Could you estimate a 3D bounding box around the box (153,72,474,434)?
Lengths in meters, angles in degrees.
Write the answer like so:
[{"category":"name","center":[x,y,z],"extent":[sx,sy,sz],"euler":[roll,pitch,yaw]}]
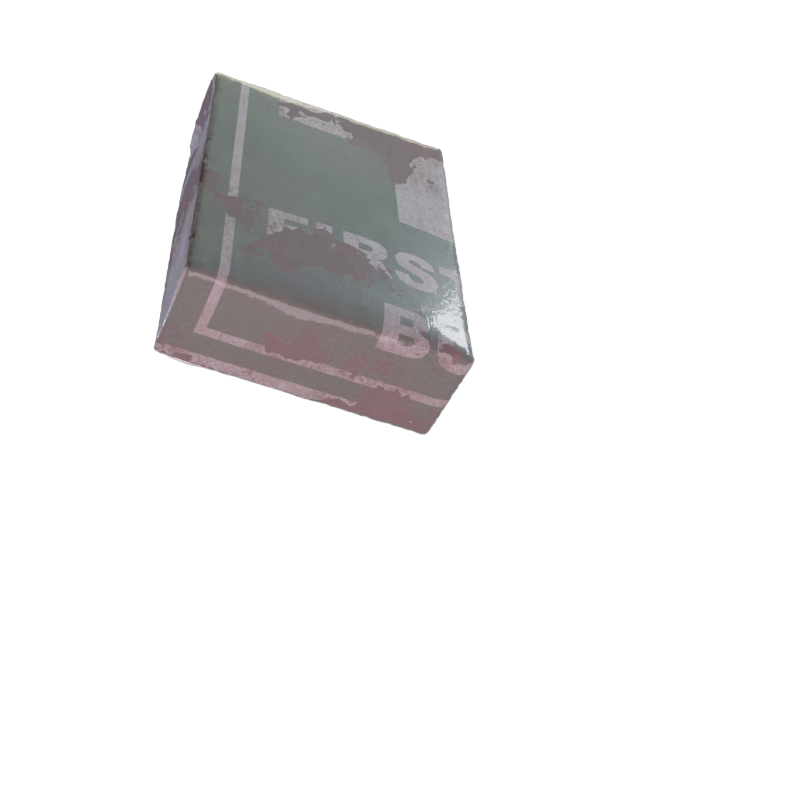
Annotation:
[{"category":"box","center":[-0.052,-0.095,0.667],"extent":[0.160,0.069,0.229],"euler":[16,38,-15]}]
